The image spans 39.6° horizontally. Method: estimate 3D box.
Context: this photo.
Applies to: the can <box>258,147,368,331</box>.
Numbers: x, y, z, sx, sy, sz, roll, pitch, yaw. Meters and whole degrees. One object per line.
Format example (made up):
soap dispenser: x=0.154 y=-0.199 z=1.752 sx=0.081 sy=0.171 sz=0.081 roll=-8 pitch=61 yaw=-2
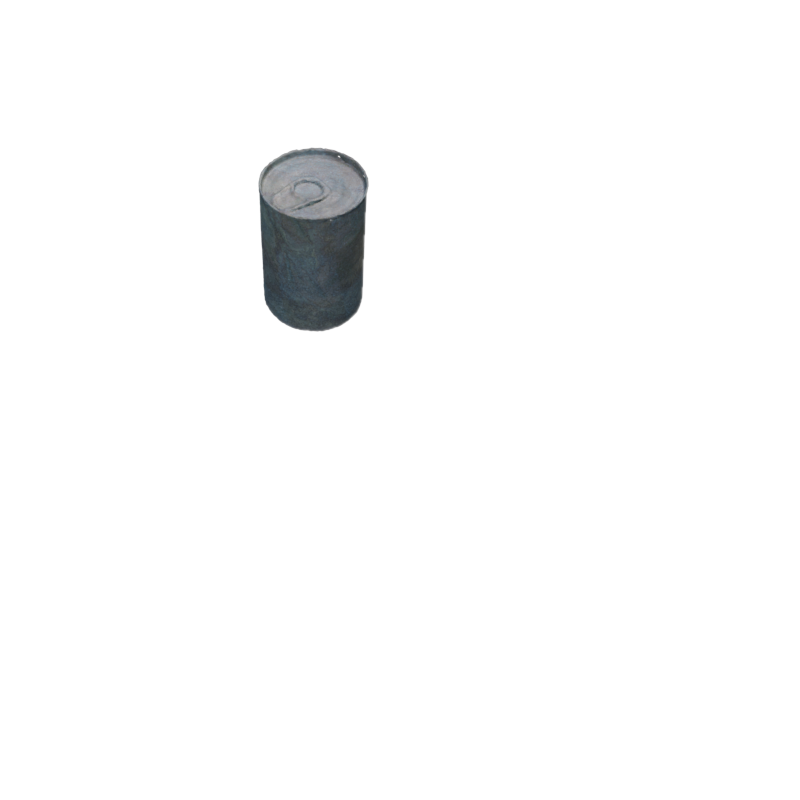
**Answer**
can: x=-0.056 y=-0.102 z=0.715 sx=0.068 sy=0.074 sz=0.095 roll=0 pitch=-43 yaw=-3
